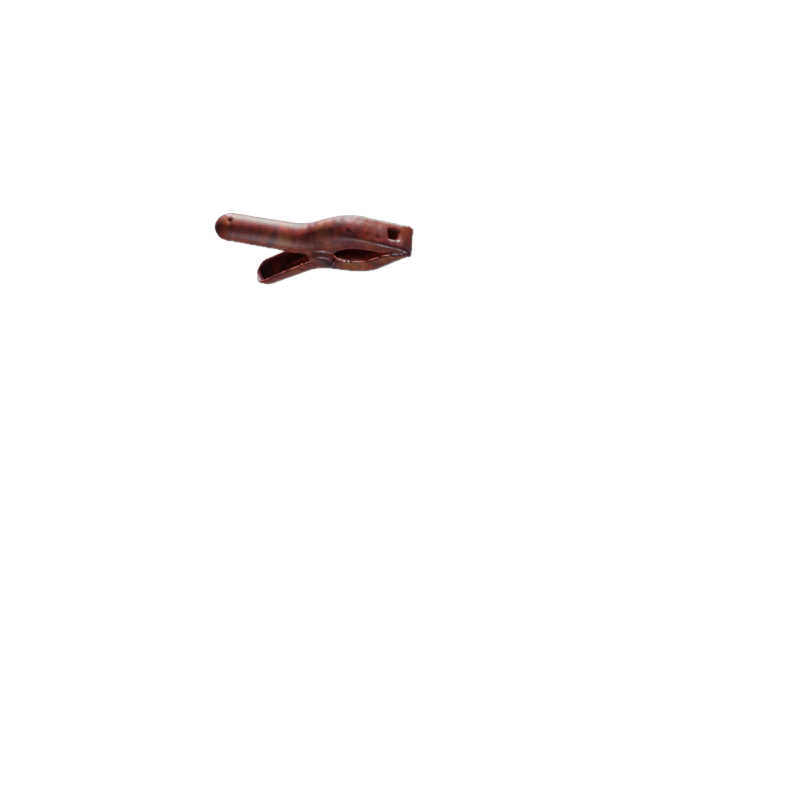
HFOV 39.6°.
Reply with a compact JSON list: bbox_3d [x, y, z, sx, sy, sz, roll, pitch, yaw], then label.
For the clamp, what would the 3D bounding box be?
[{"bbox_3d":[-0.077,-0.141,0.989,0.175,0.041,0.113,-6,-15,24],"label":"clamp"}]
